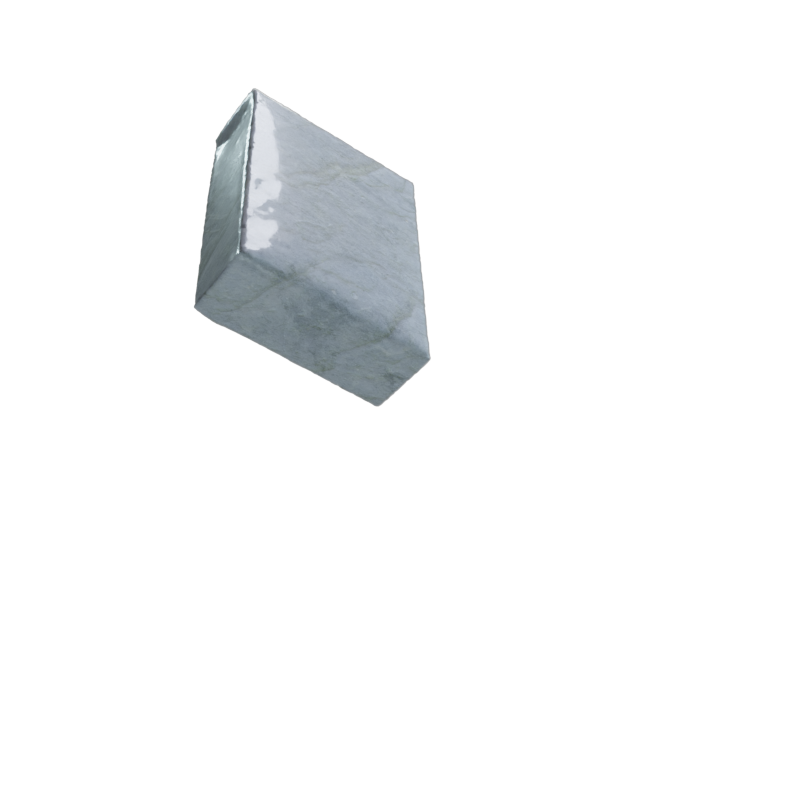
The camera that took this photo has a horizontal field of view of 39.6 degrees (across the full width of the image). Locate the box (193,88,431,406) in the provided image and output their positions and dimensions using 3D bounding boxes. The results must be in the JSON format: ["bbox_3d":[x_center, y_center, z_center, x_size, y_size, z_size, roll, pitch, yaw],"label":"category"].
[{"bbox_3d":[-0.066,-0.120,0.841,0.156,0.229,0.070,27,-55,-25],"label":"box"}]
